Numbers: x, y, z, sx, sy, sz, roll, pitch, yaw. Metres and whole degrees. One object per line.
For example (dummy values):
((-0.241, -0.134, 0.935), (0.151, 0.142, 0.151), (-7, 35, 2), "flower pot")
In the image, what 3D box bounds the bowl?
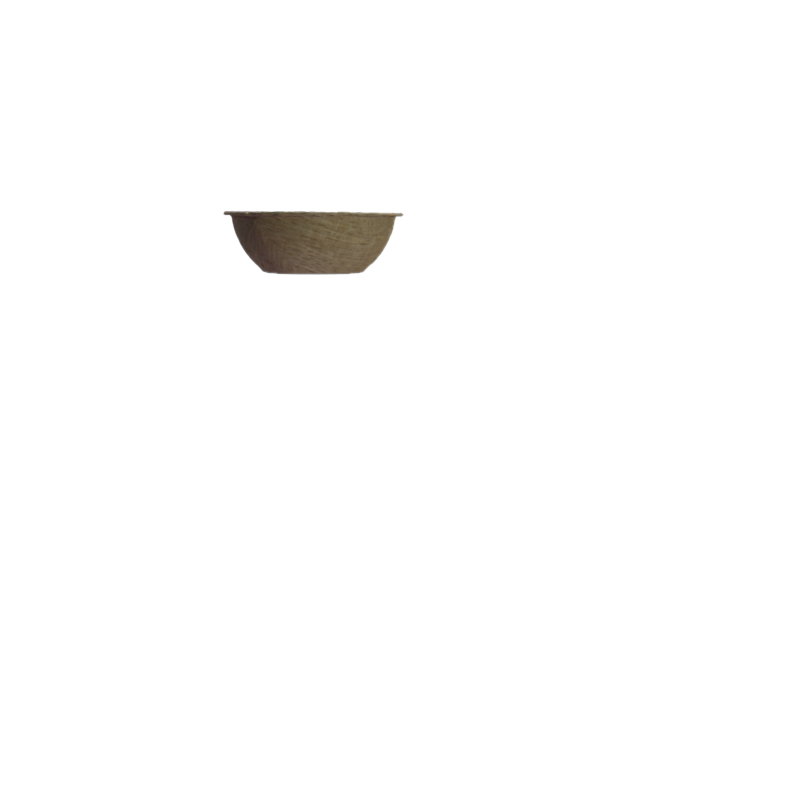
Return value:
((-0.078, -0.142, 0.996), (0.162, 0.054, 0.164), (0, 9, -2), "bowl")
